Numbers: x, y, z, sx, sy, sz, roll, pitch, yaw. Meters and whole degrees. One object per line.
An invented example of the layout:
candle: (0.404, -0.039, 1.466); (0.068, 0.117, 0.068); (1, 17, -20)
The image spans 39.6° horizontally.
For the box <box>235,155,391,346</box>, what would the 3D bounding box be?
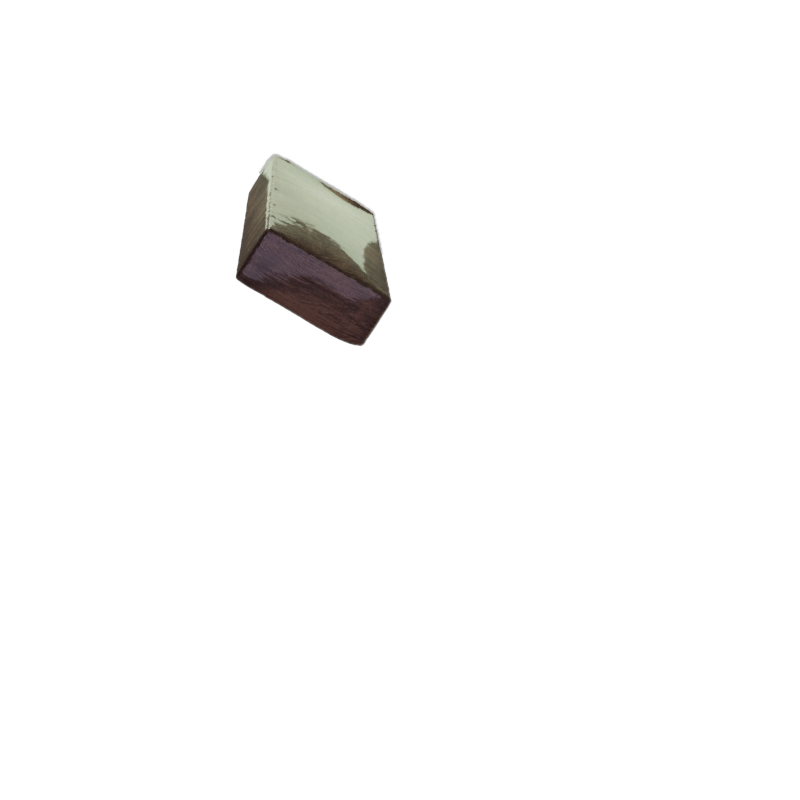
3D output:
box: (-0.059, -0.109, 0.758); (0.090, 0.047, 0.186); (28, 23, -17)
